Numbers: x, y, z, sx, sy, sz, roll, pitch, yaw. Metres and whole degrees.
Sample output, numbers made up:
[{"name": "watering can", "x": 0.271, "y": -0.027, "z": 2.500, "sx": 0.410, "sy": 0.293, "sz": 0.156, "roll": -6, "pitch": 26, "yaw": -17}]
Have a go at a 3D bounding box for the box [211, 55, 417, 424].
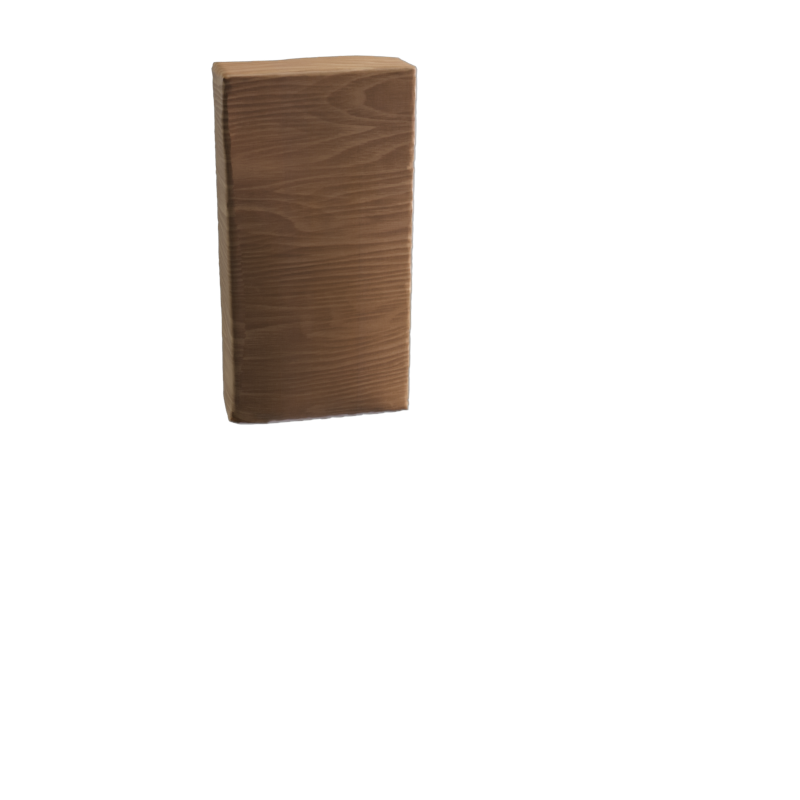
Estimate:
[{"name": "box", "x": -0.042, "y": -0.077, "z": 0.542, "sx": 0.092, "sy": 0.169, "sz": 0.051, "roll": -3, "pitch": 18, "yaw": -13}]
